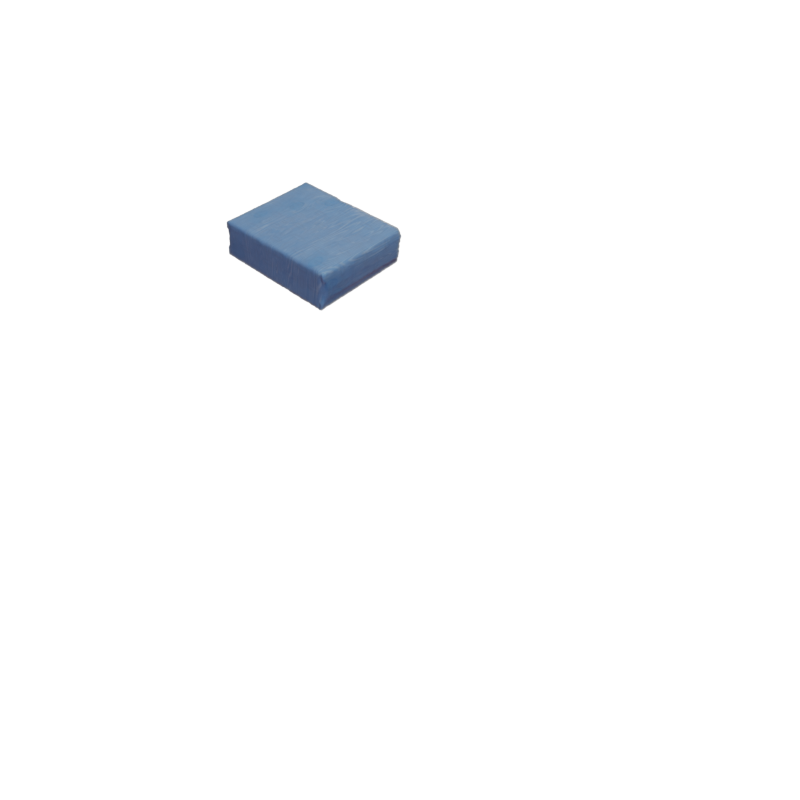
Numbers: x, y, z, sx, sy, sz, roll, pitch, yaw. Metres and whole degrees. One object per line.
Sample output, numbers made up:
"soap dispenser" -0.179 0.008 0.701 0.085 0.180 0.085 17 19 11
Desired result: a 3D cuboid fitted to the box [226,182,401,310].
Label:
"box" -0.056 -0.103 0.721 0.095 0.028 0.073 31 47 33
